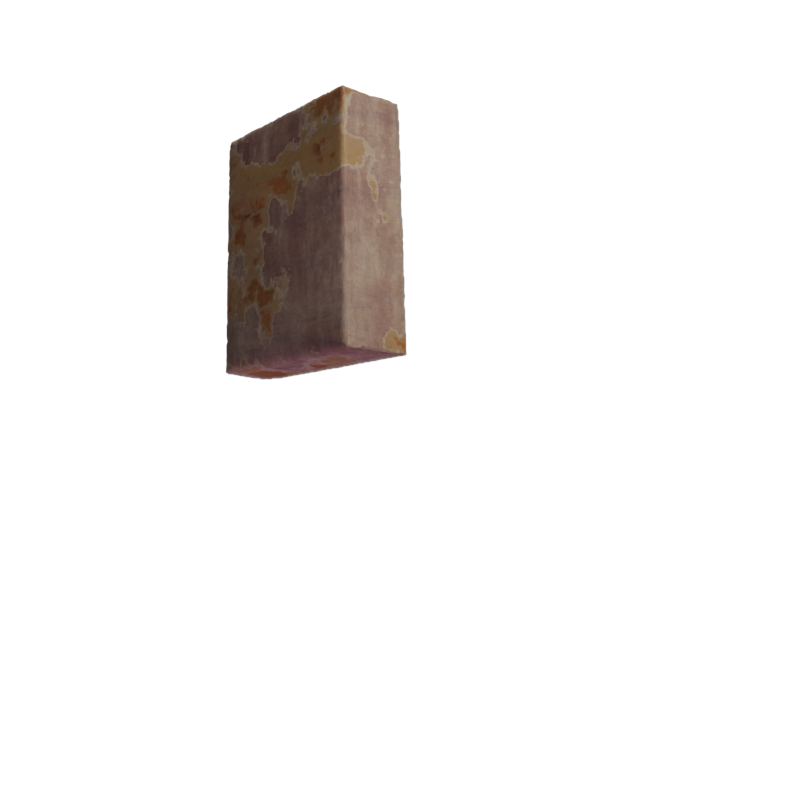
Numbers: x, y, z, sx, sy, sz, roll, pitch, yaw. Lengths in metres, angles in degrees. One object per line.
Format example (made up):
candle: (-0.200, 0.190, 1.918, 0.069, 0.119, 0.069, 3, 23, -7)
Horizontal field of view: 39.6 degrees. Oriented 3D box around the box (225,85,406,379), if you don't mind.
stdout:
box: (-0.073, -0.133, 0.931, 0.068, 0.222, 0.167, 12, -18, -40)
